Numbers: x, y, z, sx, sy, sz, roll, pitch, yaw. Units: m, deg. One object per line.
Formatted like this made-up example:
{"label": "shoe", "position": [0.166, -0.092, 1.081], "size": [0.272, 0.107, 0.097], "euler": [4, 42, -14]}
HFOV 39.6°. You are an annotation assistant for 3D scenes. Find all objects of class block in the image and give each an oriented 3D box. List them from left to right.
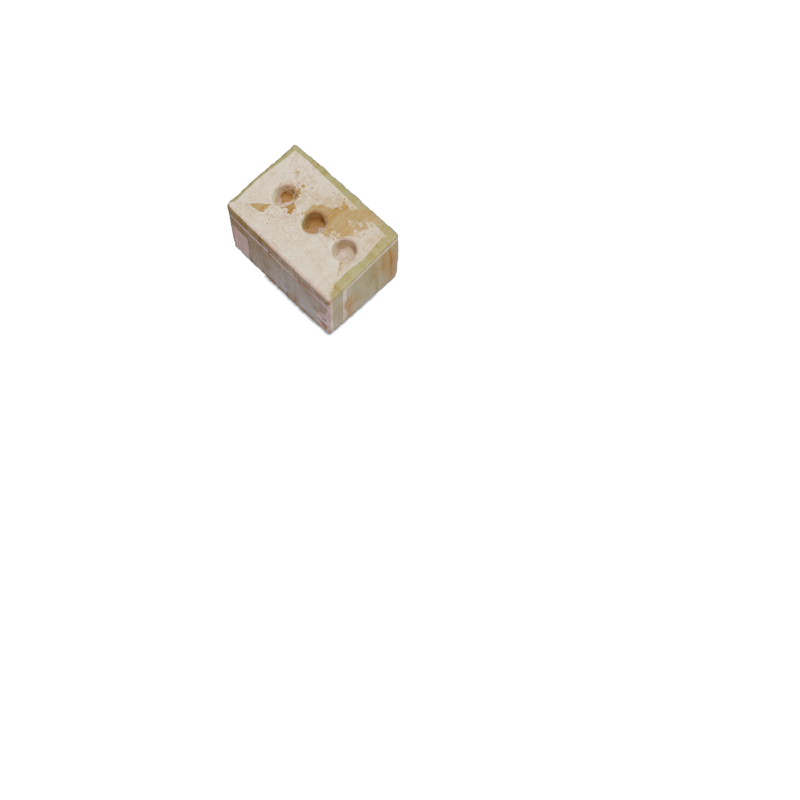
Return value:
{"label": "block", "position": [-0.046, -0.084, 0.588], "size": [0.081, 0.053, 0.049], "euler": [42, -17, 14]}
